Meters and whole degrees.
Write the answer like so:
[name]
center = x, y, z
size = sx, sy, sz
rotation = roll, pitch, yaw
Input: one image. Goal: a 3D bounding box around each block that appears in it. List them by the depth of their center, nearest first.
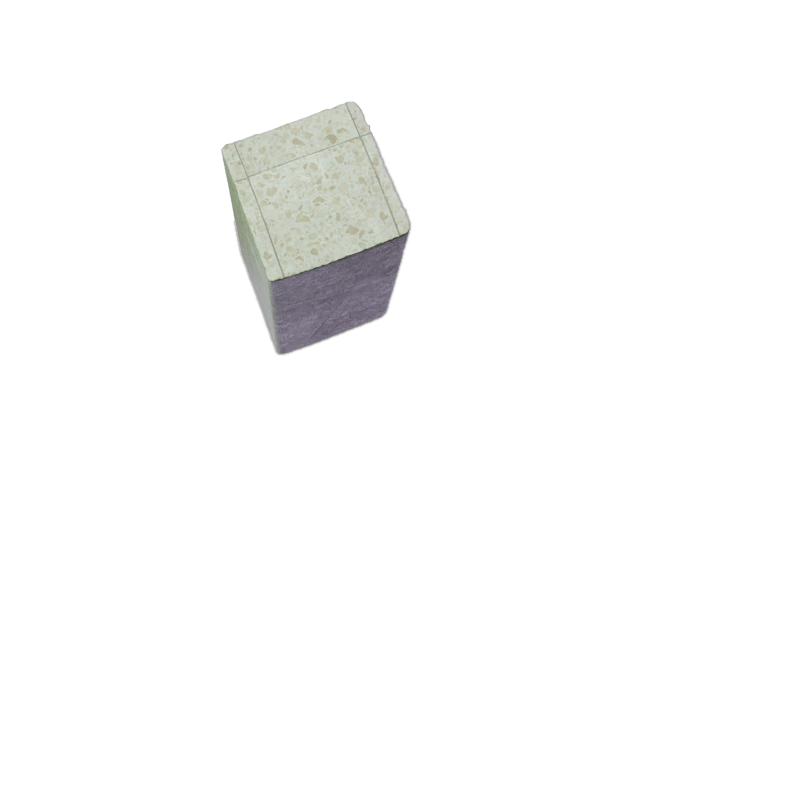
[block]
center = -0.057, -0.106, 0.741
size = 0.090, 0.094, 0.200
rotation = -20, -9, -7
